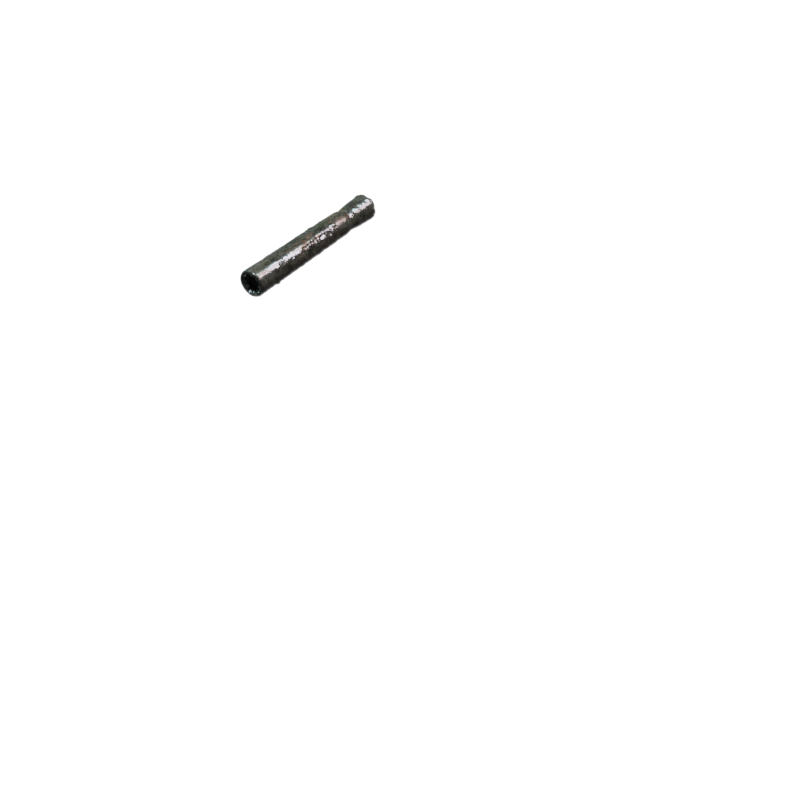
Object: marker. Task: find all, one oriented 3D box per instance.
[{"bbox_3d":[-0.057,-0.104,0.726,0.021,0.019,0.122,3,33,42],"label":"marker"}]
